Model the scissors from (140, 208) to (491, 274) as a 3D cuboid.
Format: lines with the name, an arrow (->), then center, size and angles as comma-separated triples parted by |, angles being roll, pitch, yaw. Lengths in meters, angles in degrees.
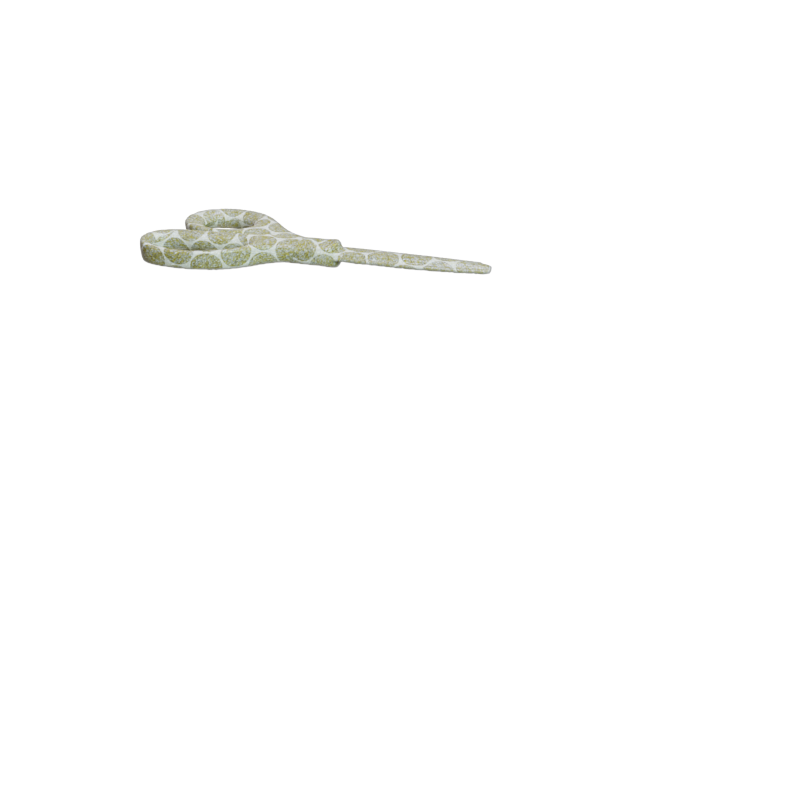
scissors -> -0.052, -0.094, 0.660 | 0.202, 0.015, 0.101 | 1, 25, 2
